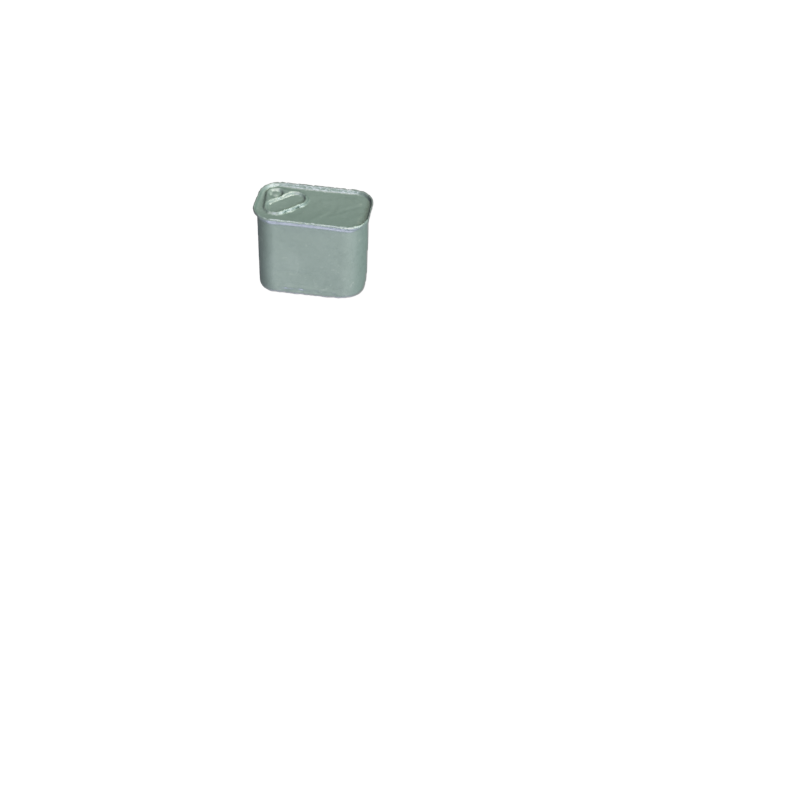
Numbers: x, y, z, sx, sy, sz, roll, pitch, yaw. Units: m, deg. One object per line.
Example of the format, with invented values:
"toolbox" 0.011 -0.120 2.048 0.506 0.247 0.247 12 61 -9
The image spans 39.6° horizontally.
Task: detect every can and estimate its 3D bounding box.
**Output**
"can" -0.077 -0.140 0.982 0.103 0.078 0.061 7 42 7
